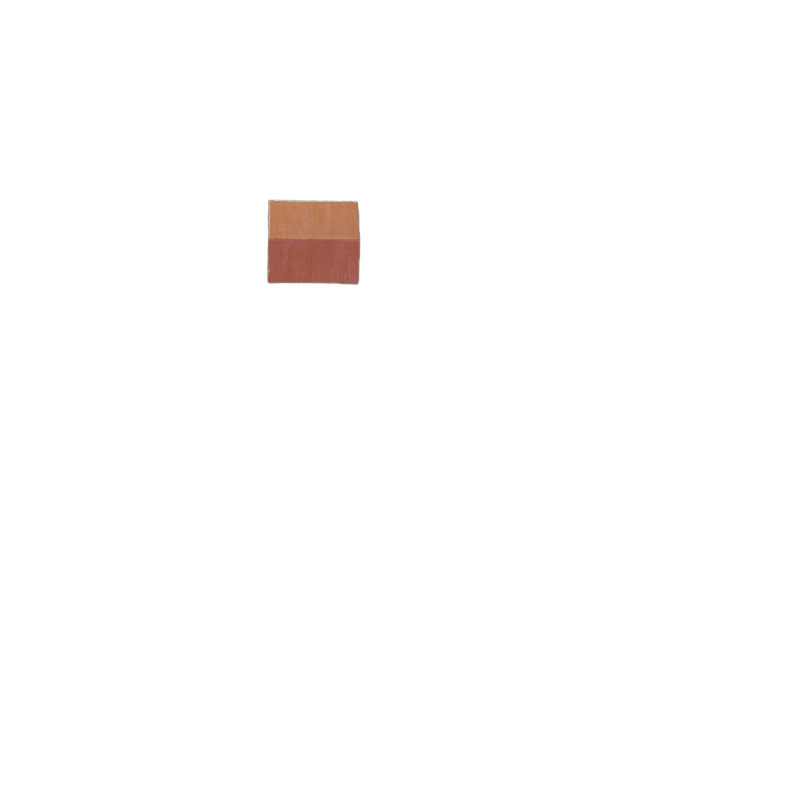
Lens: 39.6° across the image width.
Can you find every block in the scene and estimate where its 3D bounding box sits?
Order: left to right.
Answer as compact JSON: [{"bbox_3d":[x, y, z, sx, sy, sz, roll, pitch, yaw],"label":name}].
[{"bbox_3d":[-0.073,-0.132,0.928,0.078,0.055,0.049,1,-44,-3],"label":"block"}]
